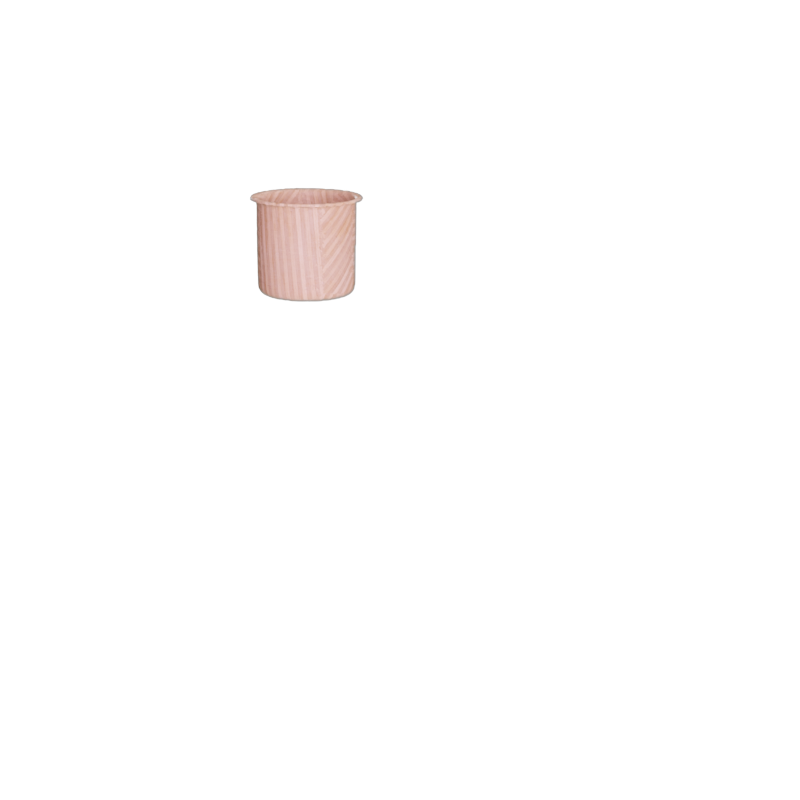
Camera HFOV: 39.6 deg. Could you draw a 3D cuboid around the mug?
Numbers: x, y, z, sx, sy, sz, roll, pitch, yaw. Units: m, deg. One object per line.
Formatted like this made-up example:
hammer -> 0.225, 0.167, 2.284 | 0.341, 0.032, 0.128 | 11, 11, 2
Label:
mug -> -0.073, -0.133, 0.930 | 0.097, 0.079, 0.117 | 7, 18, 24
